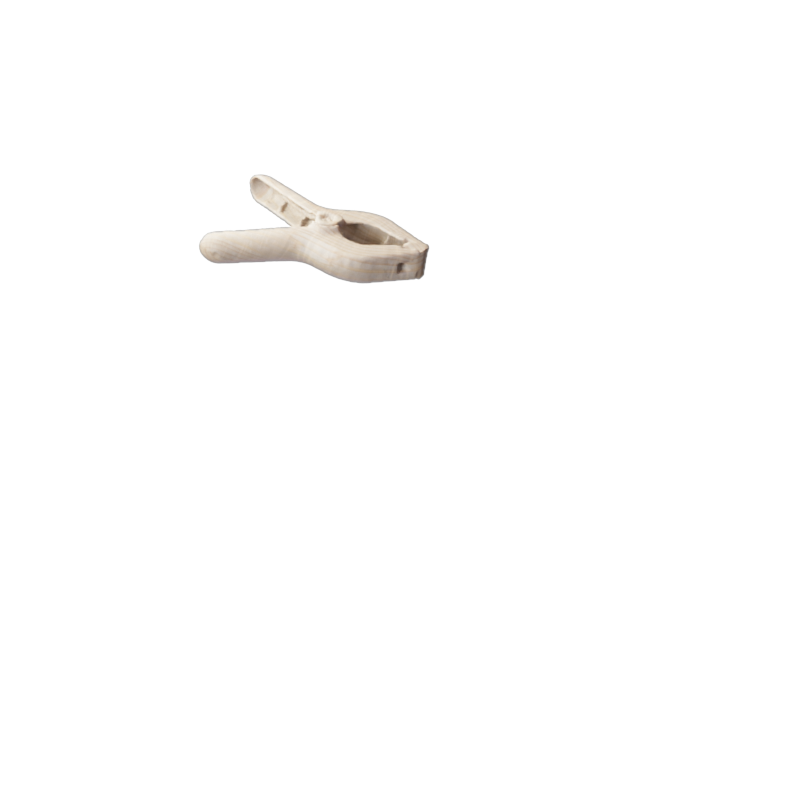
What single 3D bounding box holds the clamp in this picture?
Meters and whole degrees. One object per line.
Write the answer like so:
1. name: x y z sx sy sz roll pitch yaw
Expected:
1. clamp: -0.067 -0.123 0.861 0.178 0.037 0.124 18 44 19
